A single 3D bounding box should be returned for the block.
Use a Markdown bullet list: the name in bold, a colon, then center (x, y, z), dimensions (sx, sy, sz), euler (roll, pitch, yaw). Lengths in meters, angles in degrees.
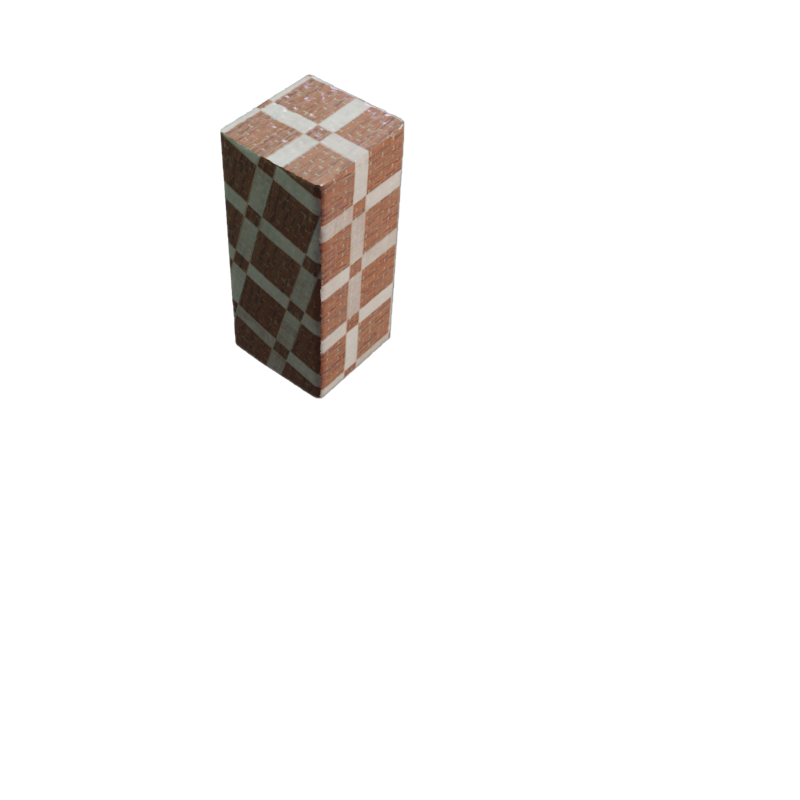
- **block**: center (-0.062, -0.113, 0.791), dimensions (0.095, 0.192, 0.092), euler (32, 53, 25)
